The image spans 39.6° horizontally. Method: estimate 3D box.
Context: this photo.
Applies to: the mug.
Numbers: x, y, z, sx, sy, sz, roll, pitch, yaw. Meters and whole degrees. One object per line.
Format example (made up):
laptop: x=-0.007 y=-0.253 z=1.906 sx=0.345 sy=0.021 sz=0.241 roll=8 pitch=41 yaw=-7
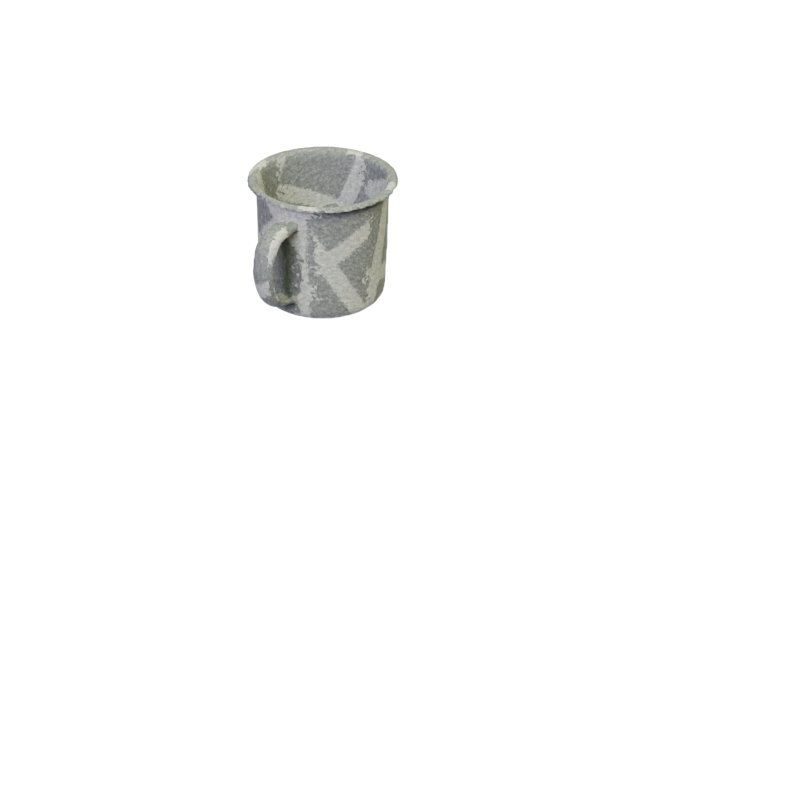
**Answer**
mug: x=-0.054 y=-0.099 z=0.694 sx=0.097 sy=0.077 sz=0.120 roll=16 pitch=36 yaw=21
